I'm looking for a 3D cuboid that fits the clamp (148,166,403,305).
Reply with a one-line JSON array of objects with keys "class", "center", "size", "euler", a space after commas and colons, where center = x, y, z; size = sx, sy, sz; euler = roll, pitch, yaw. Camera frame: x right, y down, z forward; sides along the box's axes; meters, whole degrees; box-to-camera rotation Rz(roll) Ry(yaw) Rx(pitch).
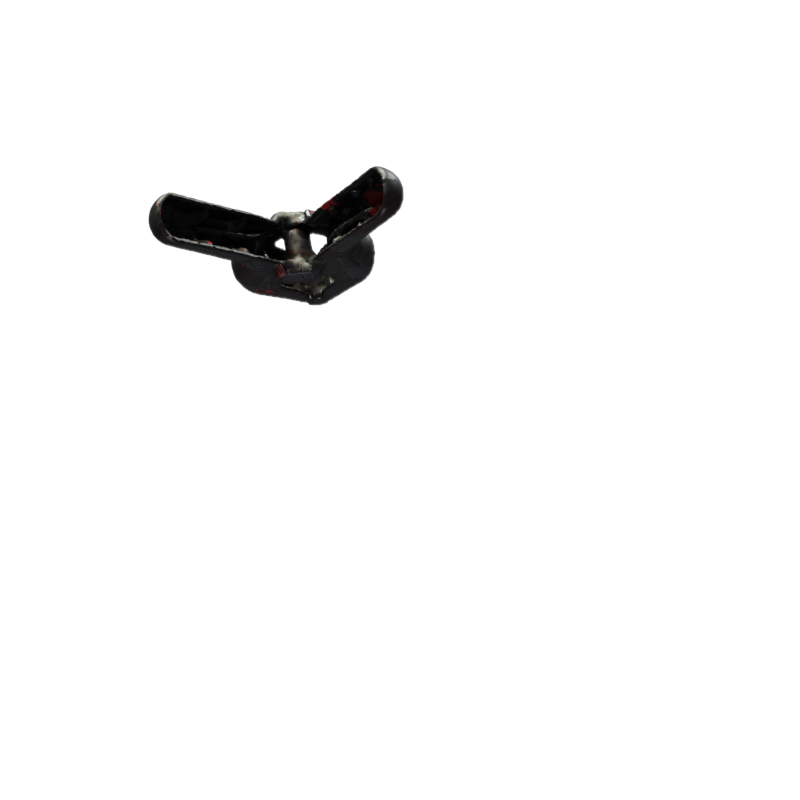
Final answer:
[{"class": "clamp", "center": [-0.046, -0.083, 0.583], "size": [0.122, 0.040, 0.165], "euler": [-1, -5, 13]}]
